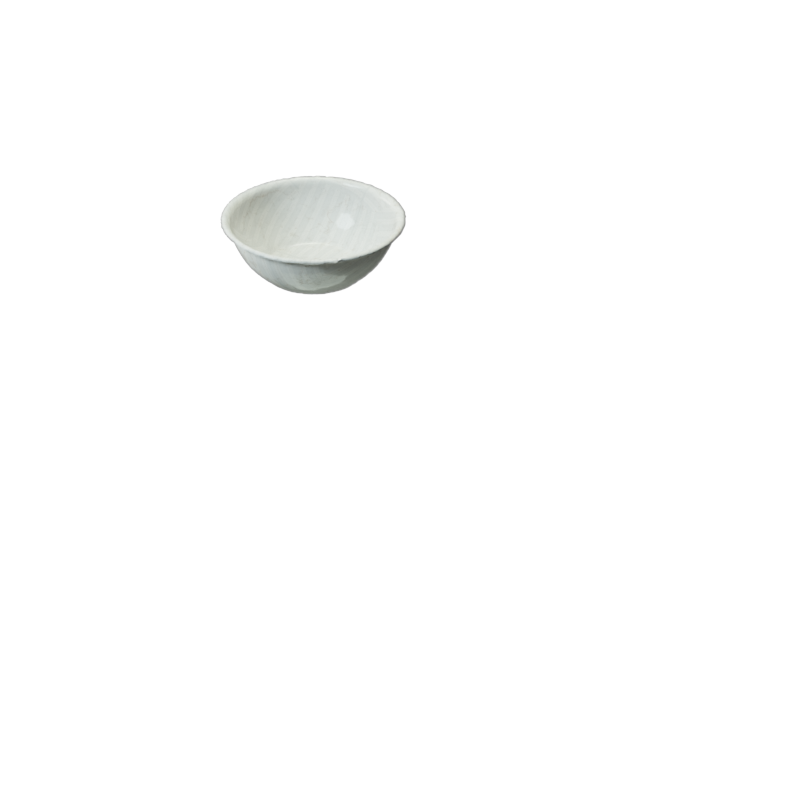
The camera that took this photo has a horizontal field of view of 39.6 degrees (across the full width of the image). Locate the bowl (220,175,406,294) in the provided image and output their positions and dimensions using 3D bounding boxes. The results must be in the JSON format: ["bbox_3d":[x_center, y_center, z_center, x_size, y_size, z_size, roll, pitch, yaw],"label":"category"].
[{"bbox_3d":[-0.077,-0.140,0.978,0.162,0.052,0.173,-1,35,-2],"label":"bowl"}]
